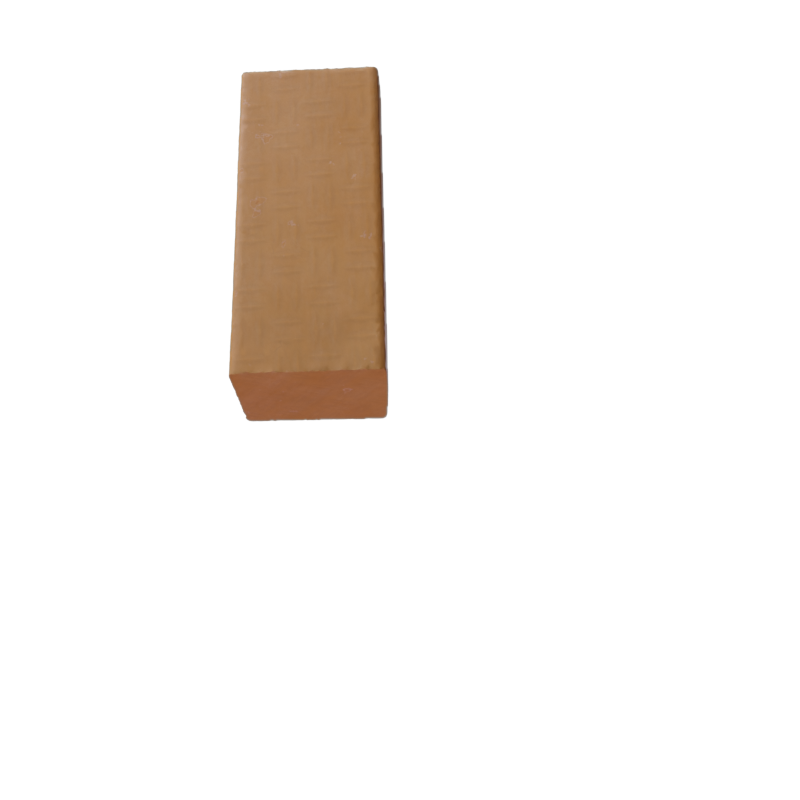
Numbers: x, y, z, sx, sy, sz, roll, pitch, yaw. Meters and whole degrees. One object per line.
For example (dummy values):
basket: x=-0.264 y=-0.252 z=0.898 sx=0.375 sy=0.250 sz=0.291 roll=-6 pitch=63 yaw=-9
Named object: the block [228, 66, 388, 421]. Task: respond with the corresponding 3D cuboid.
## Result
block: x=-0.055 y=-0.100 z=0.702 sx=0.091 sy=0.218 sz=0.085 roll=-2 pitch=-25 yaw=1
